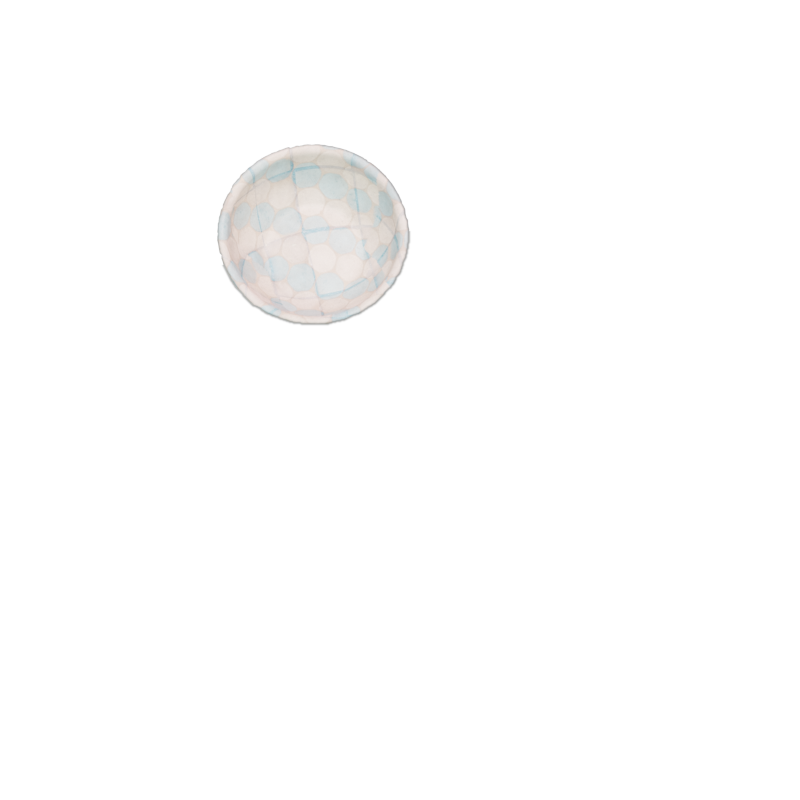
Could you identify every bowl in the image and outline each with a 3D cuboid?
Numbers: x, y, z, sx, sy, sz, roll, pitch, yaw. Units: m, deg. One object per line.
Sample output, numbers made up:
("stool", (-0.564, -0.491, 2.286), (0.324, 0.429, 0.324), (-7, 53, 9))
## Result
("bowl", (-0.075, -0.137, 0.958), (0.162, 0.169, 0.053), (-1, -18, -1))
